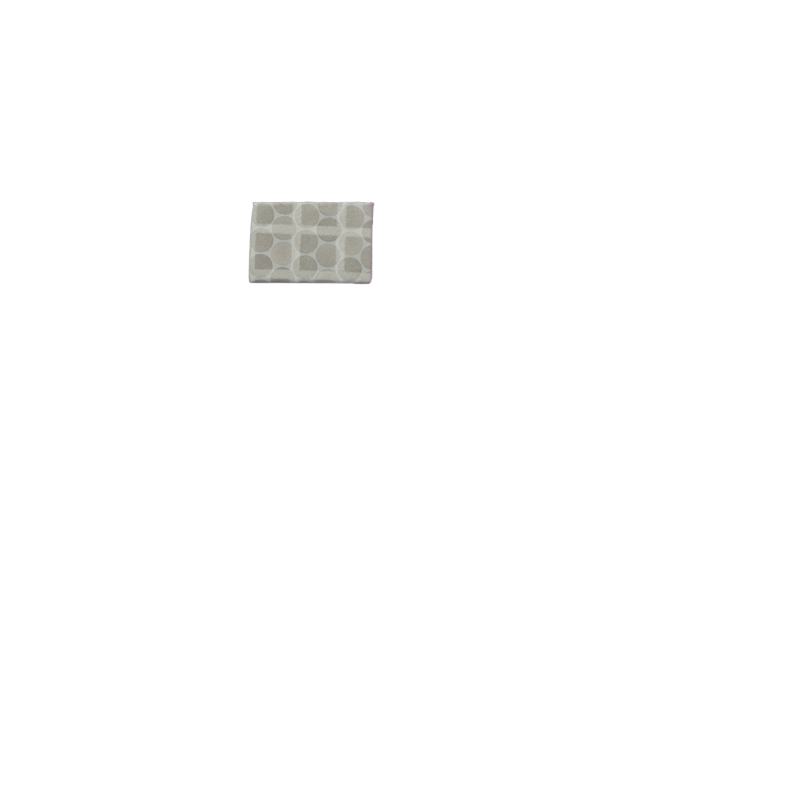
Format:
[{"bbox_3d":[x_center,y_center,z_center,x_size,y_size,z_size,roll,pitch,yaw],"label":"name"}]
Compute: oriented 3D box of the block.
[{"bbox_3d":[-0.056,-0.102,0.714,0.078,0.051,0.053,0,6,2],"label":"block"}]
